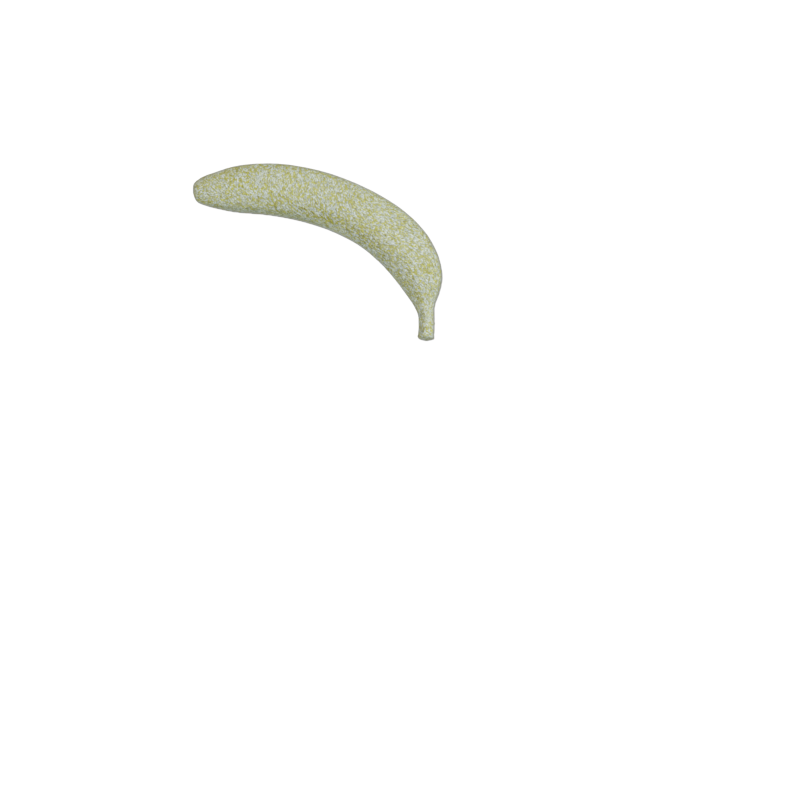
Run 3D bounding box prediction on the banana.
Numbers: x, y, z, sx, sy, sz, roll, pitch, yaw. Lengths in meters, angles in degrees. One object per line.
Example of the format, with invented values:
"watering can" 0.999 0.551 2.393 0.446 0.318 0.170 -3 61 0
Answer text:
"banana" -0.046 -0.120 0.757 0.204 0.071 0.035 32 -20 13
